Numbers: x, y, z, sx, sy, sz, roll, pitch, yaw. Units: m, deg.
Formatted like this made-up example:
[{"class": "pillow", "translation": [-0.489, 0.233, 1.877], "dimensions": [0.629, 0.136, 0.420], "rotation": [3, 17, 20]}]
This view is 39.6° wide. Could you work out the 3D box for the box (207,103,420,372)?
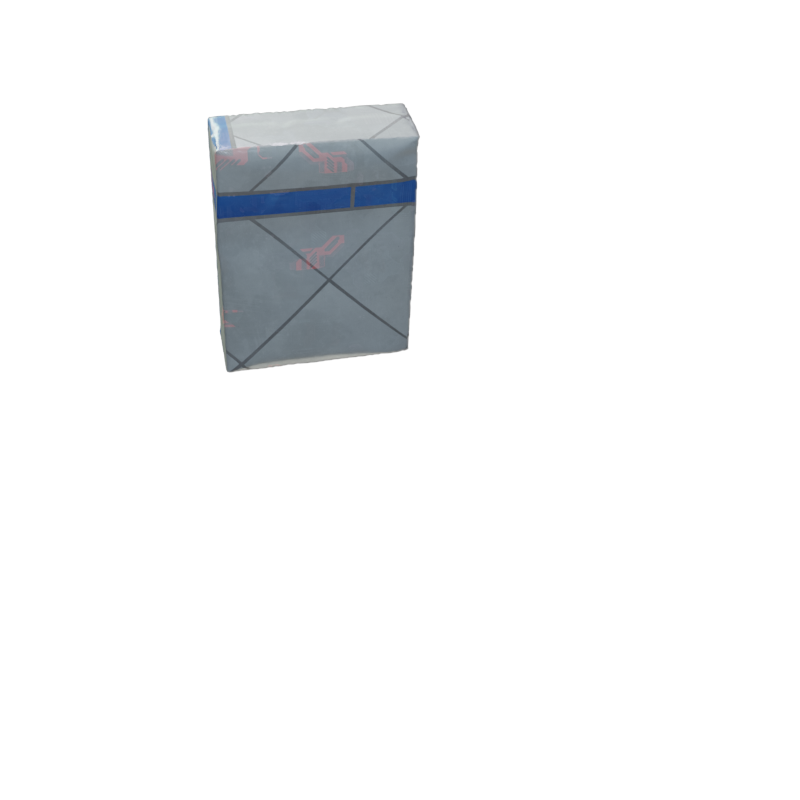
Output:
[{"class": "box", "translation": [-0.072, -0.132, 0.925], "dimensions": [0.162, 0.200, 0.077], "rotation": [-5, 35, -10]}]
